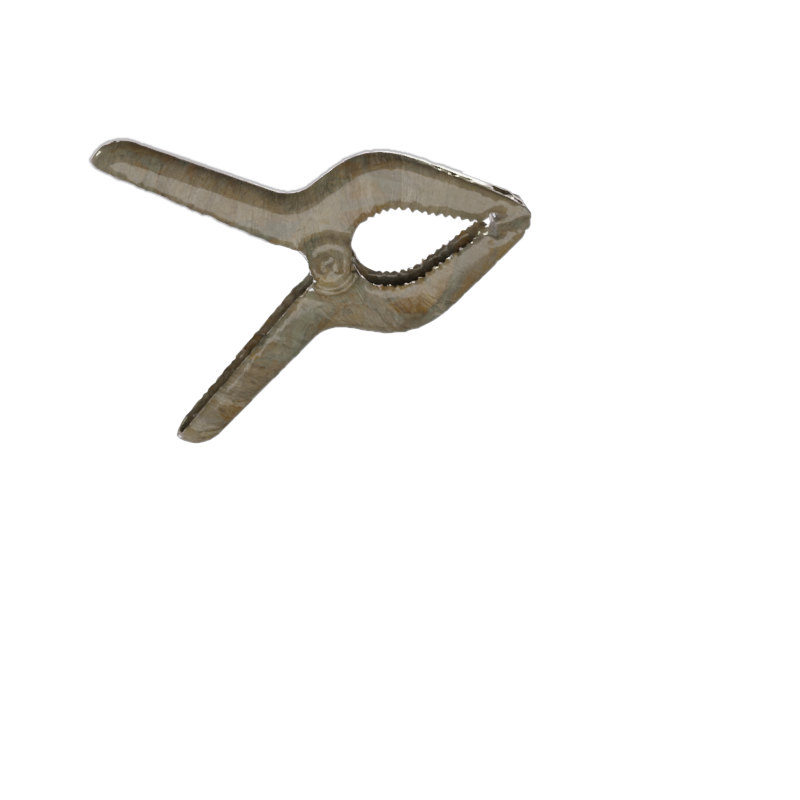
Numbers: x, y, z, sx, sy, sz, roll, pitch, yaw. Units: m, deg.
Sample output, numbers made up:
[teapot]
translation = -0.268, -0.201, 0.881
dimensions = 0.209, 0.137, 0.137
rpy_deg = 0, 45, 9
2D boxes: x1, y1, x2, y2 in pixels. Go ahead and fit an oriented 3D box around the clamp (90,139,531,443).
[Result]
[clamp]
translation = -0.043, -0.079, 0.553
dimensions = 0.210, 0.157, 0.038
rpy_deg = -19, 19, 7
